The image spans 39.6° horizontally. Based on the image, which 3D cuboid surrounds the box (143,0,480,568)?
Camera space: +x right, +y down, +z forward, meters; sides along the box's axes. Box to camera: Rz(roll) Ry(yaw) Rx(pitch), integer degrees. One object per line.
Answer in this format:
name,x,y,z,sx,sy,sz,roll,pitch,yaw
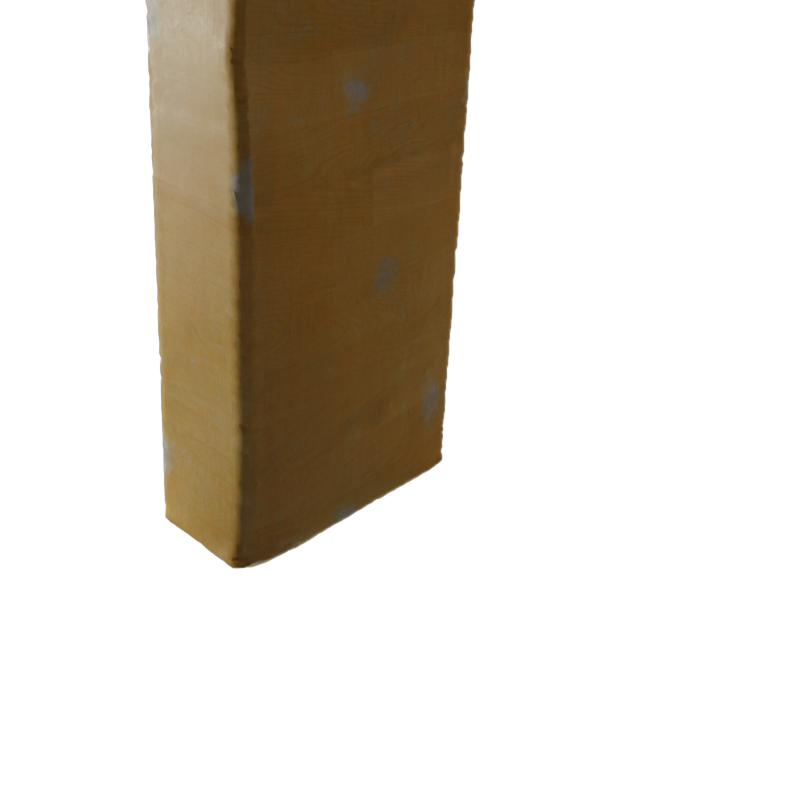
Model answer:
box,-0.026,-0.047,0.329,0.051,0.168,0.092,20,29,39
